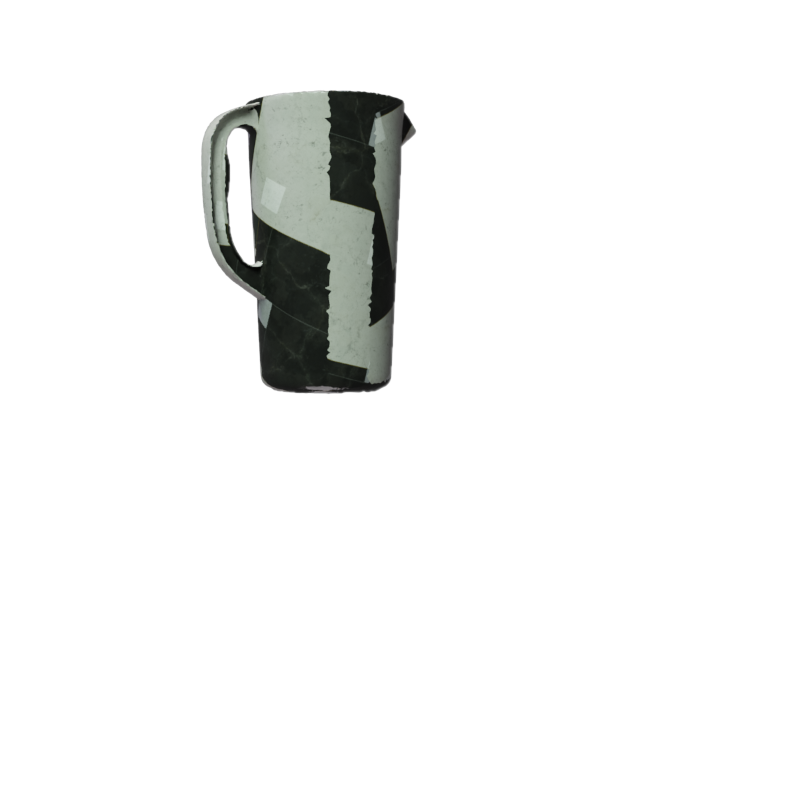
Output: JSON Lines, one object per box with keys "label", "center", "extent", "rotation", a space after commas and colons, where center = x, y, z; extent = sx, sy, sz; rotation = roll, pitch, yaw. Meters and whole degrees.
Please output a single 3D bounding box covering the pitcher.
{"label": "pitcher", "center": [-0.072, -0.130, 0.913], "extent": [0.152, 0.245, 0.141], "rotation": [0, -1, 17]}
